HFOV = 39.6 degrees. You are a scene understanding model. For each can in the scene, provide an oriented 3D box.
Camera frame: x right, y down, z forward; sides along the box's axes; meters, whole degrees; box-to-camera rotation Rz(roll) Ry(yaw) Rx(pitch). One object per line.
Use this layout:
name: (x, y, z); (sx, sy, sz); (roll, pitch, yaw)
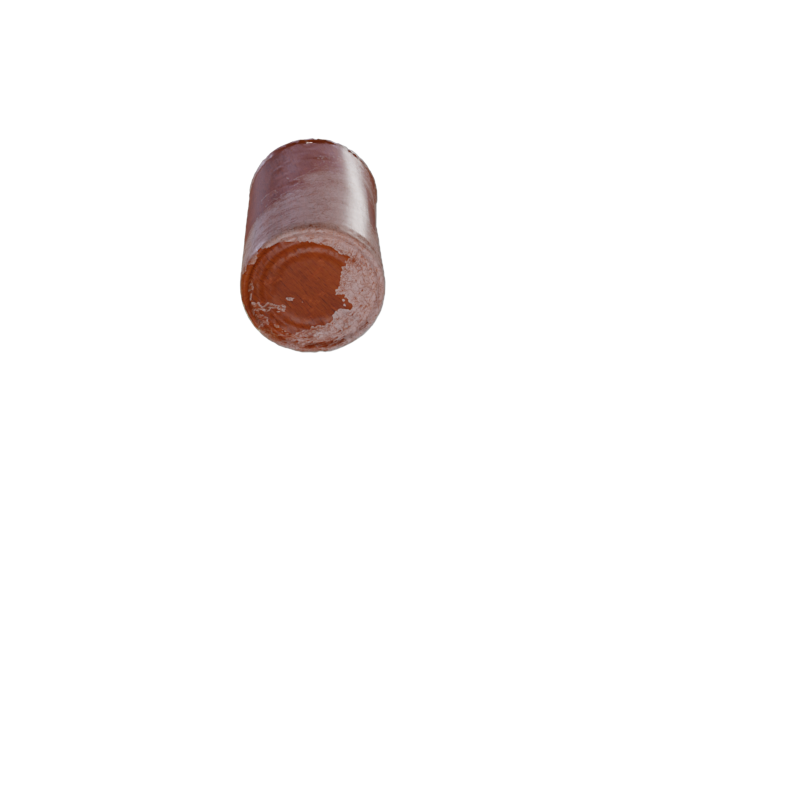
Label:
can: (-0.042, -0.077, 0.542); (0.068, 0.064, 0.109); (-1, 32, -3)
